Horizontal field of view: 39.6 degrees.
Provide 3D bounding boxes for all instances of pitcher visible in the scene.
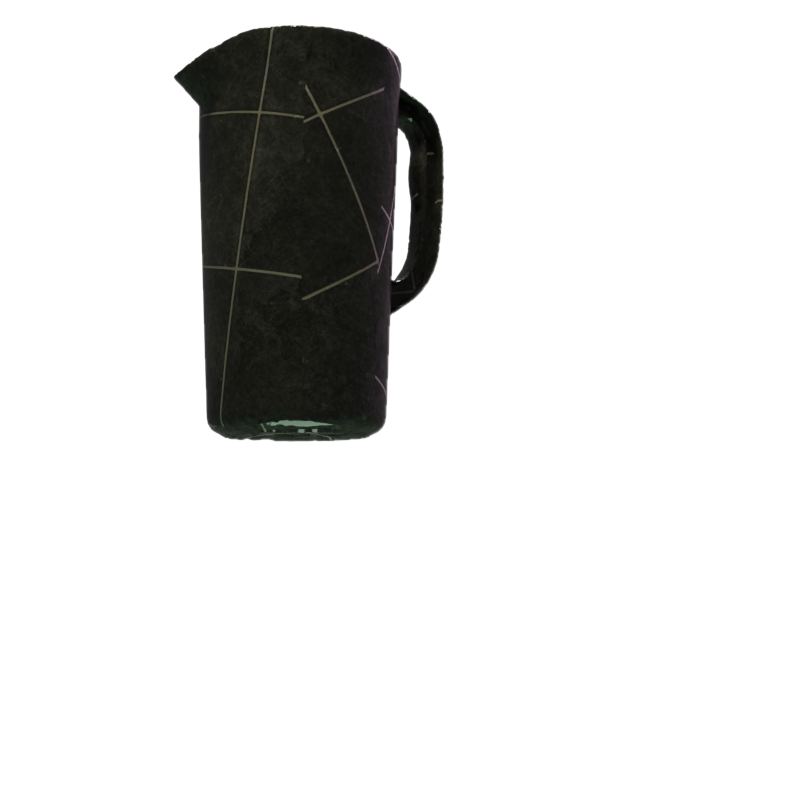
[{"bbox_3d":[-0.054,-0.099,0.695,0.152,0.250,0.138,-3,-12,13],"label":"pitcher"}]
